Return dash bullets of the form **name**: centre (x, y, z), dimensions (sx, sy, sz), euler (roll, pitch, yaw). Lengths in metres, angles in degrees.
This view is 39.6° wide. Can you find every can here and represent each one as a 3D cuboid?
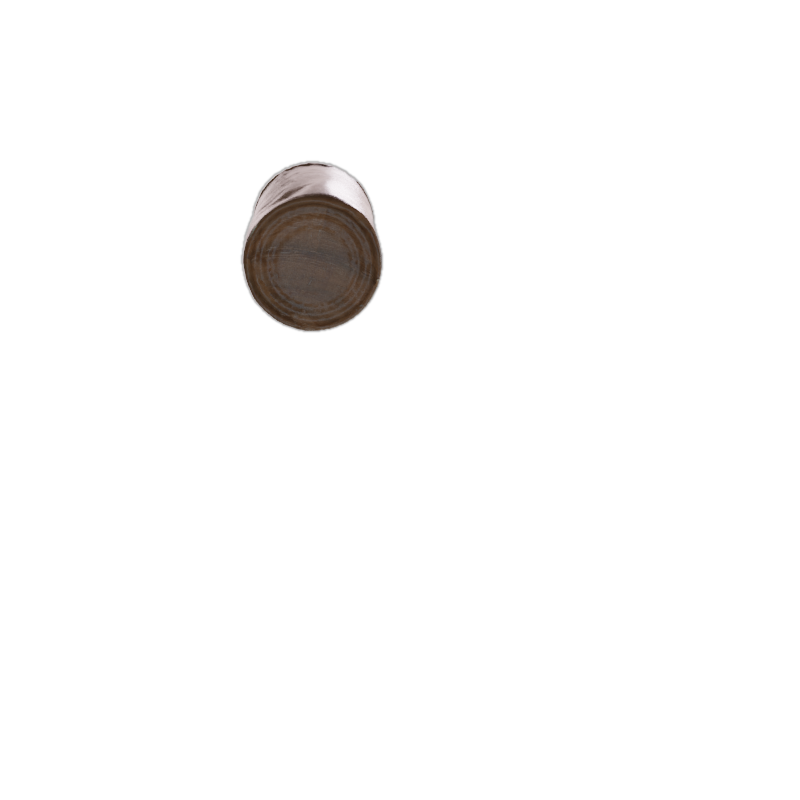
- **can**: centre (-0.045, -0.081, 0.570), dimensions (0.068, 0.066, 0.106), euler (0, 18, -3)
